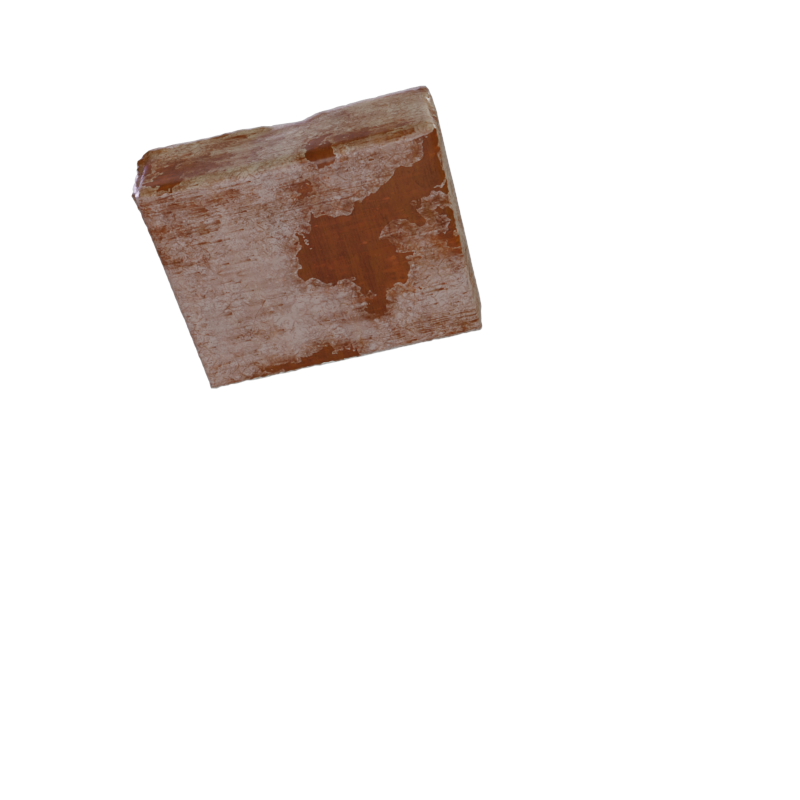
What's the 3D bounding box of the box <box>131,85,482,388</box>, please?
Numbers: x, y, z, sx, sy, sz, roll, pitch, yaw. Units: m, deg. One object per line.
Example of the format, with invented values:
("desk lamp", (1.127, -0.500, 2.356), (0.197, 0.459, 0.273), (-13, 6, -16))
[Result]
("box", (-0.026, -0.047, 0.332), (0.090, 0.068, 0.032), (-12, 36, 8))
